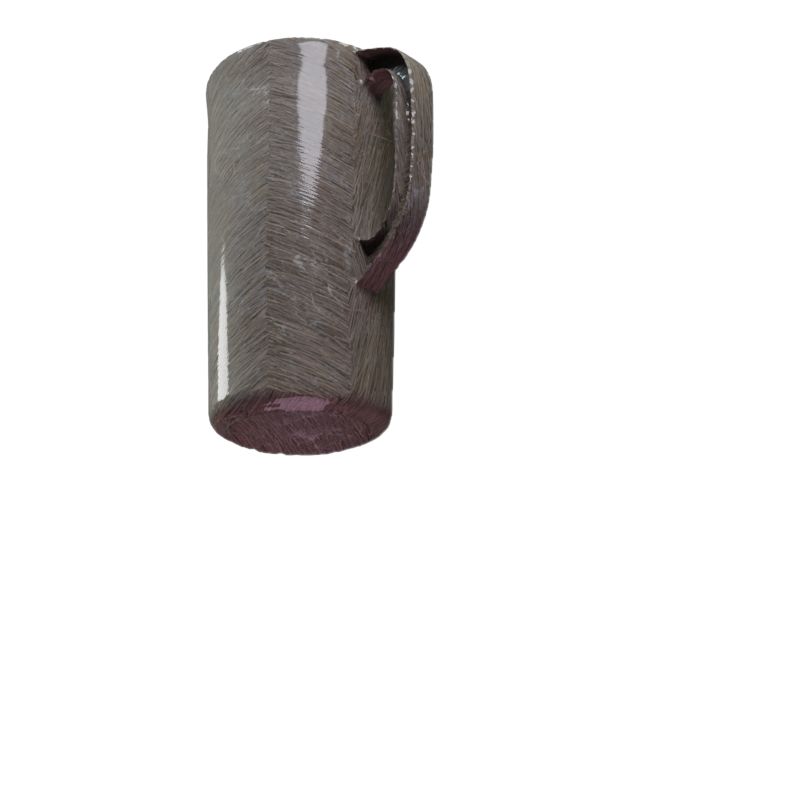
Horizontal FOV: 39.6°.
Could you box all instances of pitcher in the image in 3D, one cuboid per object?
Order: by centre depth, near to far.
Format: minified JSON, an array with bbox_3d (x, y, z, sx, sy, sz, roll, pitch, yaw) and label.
[{"bbox_3d":[-0.054,-0.099,0.691,0.145,0.257,0.141,-1,-24,-2],"label":"pitcher"}]
